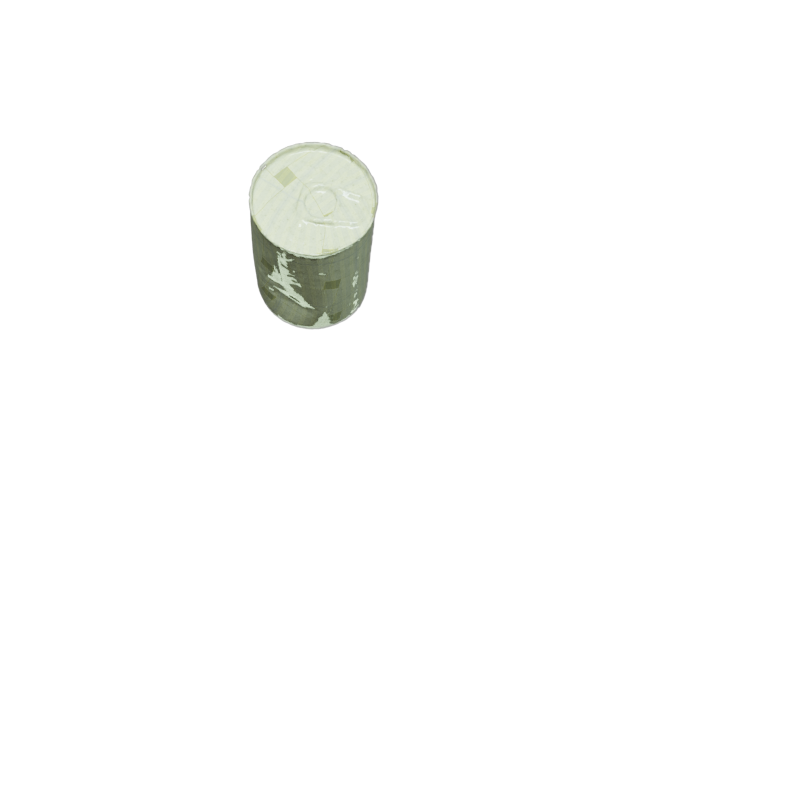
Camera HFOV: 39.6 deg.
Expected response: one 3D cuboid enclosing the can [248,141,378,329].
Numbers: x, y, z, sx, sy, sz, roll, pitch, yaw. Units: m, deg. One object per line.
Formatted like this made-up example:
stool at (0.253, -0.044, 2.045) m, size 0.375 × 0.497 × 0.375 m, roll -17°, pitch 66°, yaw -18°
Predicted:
can at (-0.049, -0.089, 0.622) m, size 0.068 × 0.072 × 0.097 m, roll 0°, pitch -23°, yaw -3°
